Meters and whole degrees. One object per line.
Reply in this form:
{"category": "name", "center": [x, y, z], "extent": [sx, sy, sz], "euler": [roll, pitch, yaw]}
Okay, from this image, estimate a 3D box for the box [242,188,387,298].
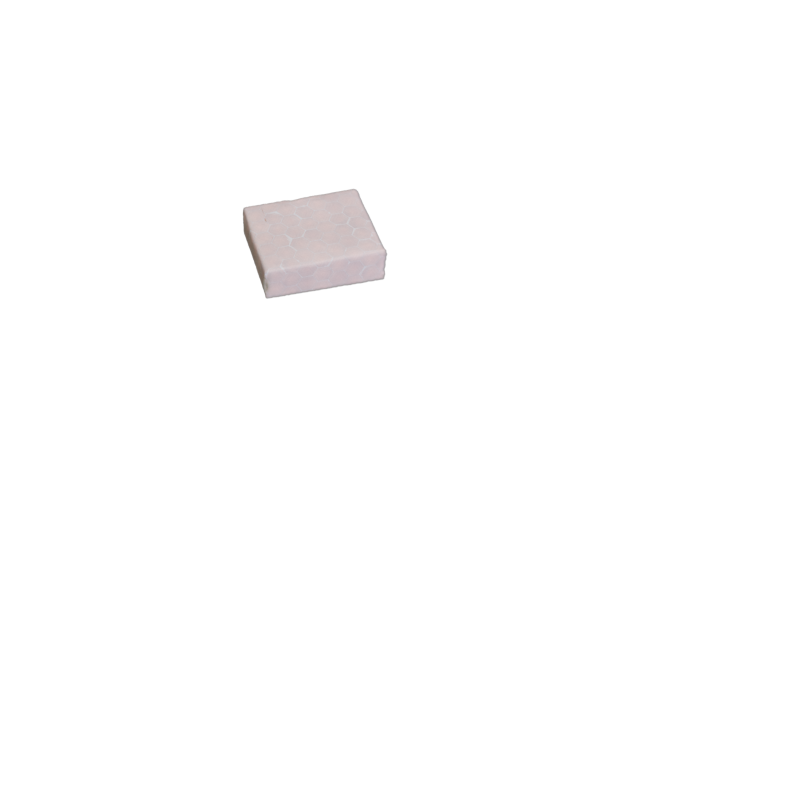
{"category": "box", "center": [-0.062, -0.113, 0.793], "extent": [0.088, 0.028, 0.079], "euler": [-11, 46, -11]}
